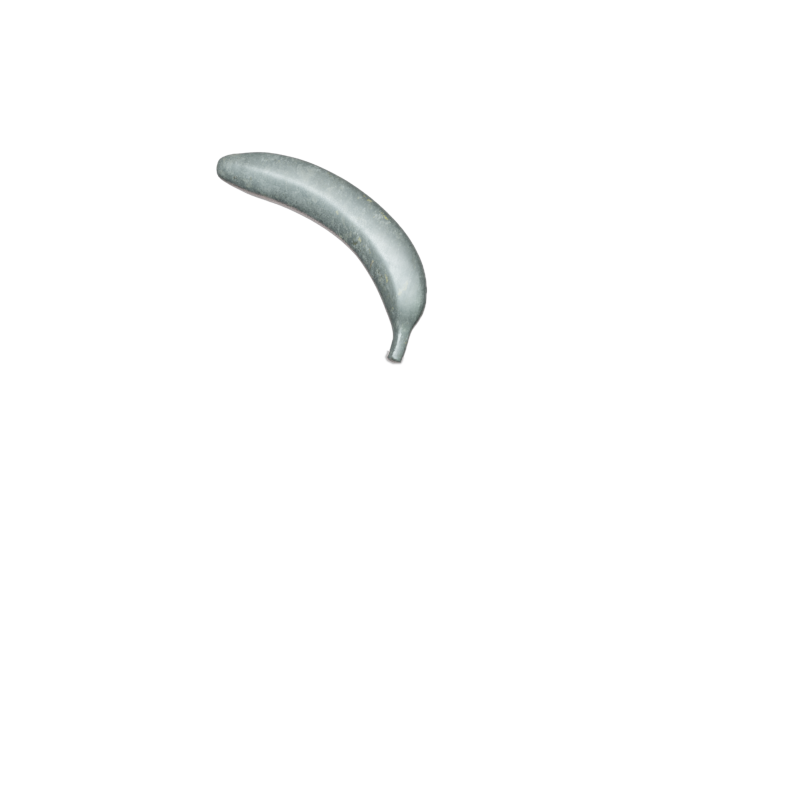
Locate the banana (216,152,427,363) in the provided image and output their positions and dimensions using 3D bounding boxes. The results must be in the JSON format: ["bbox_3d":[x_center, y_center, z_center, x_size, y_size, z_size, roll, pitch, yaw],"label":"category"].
[{"bbox_3d":[-0.044,-0.119,0.777,0.070,0.207,0.035,-38,-18,-15],"label":"banana"}]
